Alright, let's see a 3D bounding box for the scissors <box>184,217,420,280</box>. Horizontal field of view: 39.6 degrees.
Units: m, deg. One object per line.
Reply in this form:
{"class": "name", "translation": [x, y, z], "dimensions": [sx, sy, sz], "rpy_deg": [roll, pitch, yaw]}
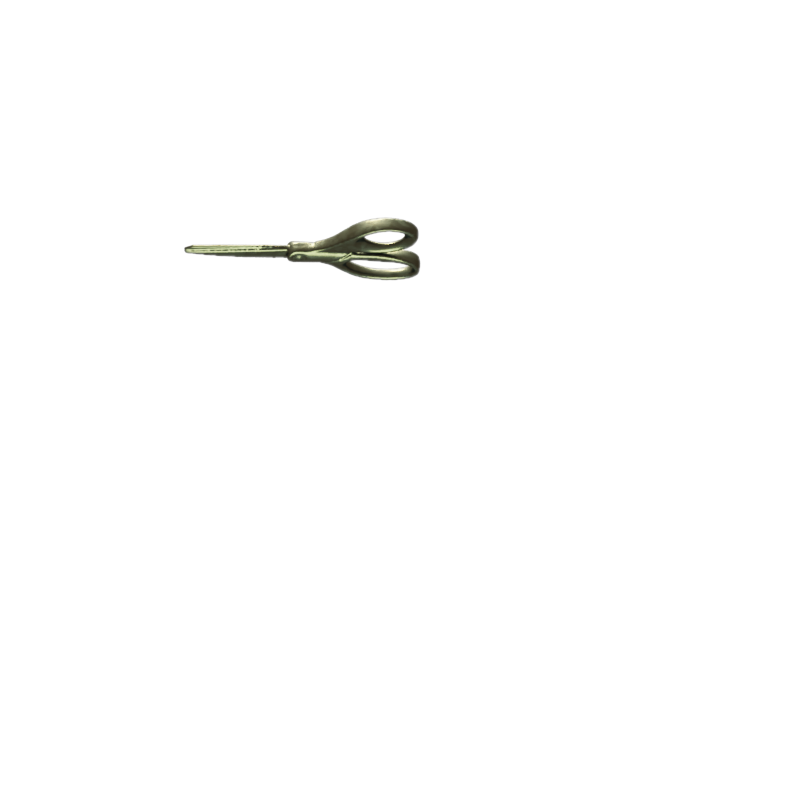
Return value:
{"class": "scissors", "translation": [-0.073, -0.133, 0.930], "dimensions": [0.197, 0.017, 0.093], "rpy_deg": [8, -26, -16]}
